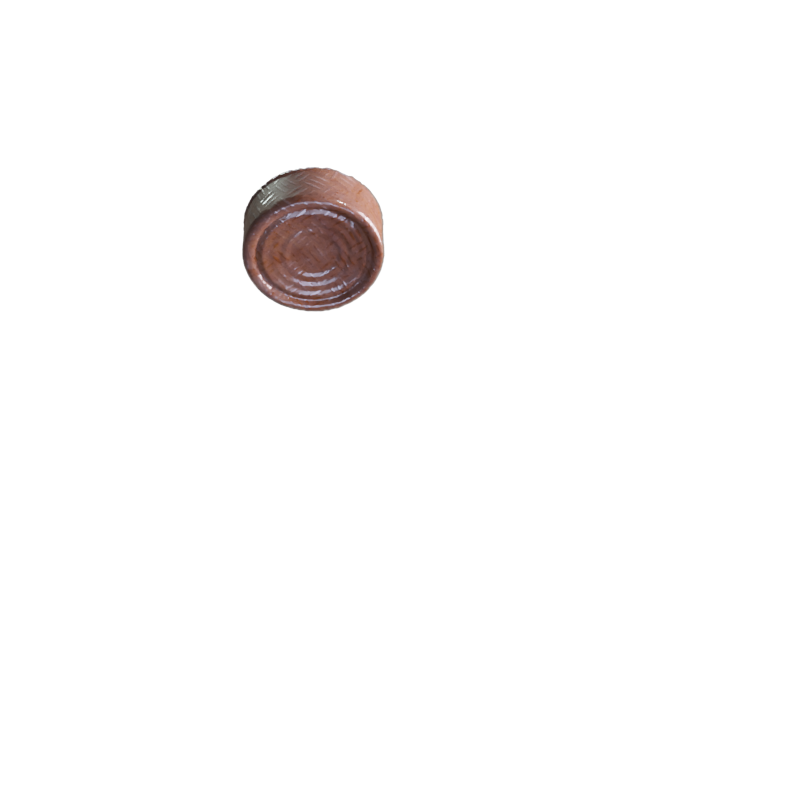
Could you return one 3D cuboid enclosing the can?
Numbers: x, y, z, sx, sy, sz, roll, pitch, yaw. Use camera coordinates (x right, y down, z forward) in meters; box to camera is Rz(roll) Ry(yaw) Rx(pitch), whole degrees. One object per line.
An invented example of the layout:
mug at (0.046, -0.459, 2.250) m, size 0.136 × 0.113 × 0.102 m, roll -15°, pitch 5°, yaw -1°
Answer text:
can at (-0.052, -0.095, 0.666) m, size 0.086 × 0.080 × 0.036 m, roll 1°, pitch 39°, yaw -1°
